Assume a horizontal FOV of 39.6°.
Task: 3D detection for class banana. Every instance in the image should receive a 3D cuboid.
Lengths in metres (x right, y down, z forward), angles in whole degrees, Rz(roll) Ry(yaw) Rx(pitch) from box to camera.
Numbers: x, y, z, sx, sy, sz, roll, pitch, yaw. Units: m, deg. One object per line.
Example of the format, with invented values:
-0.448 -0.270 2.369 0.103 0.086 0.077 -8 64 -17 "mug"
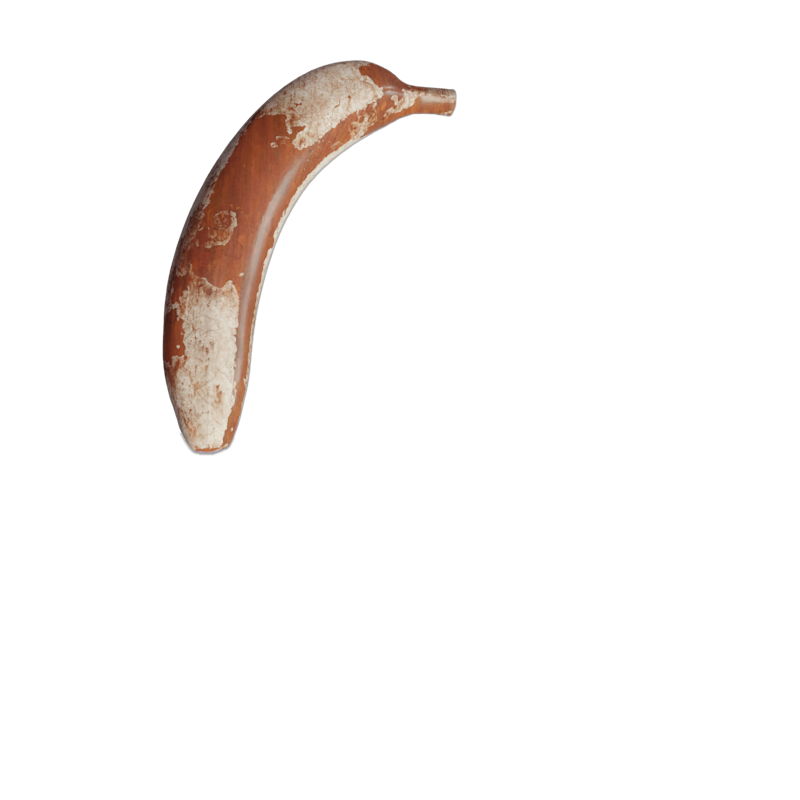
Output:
-0.049 -0.075 0.447 0.072 0.203 0.035 26 -25 12 "banana"
